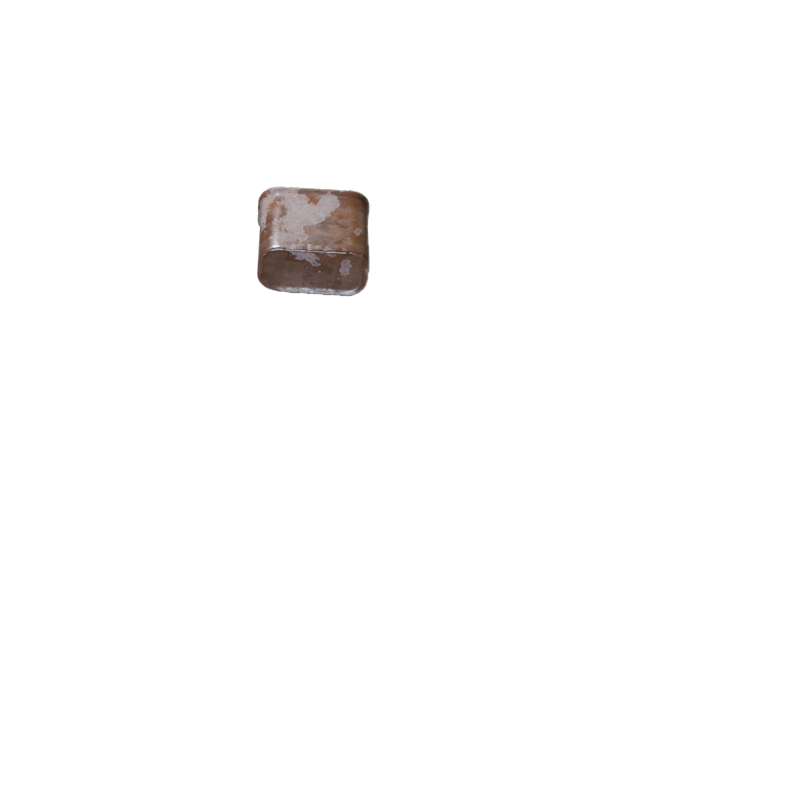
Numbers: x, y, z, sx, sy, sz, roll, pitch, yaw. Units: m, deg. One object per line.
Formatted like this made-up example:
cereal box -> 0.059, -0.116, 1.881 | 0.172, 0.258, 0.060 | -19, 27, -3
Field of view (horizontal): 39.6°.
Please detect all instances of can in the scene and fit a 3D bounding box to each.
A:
can -> -0.077, -0.140, 0.982 | 0.101, 0.054, 0.090 | 2, 44, -4
